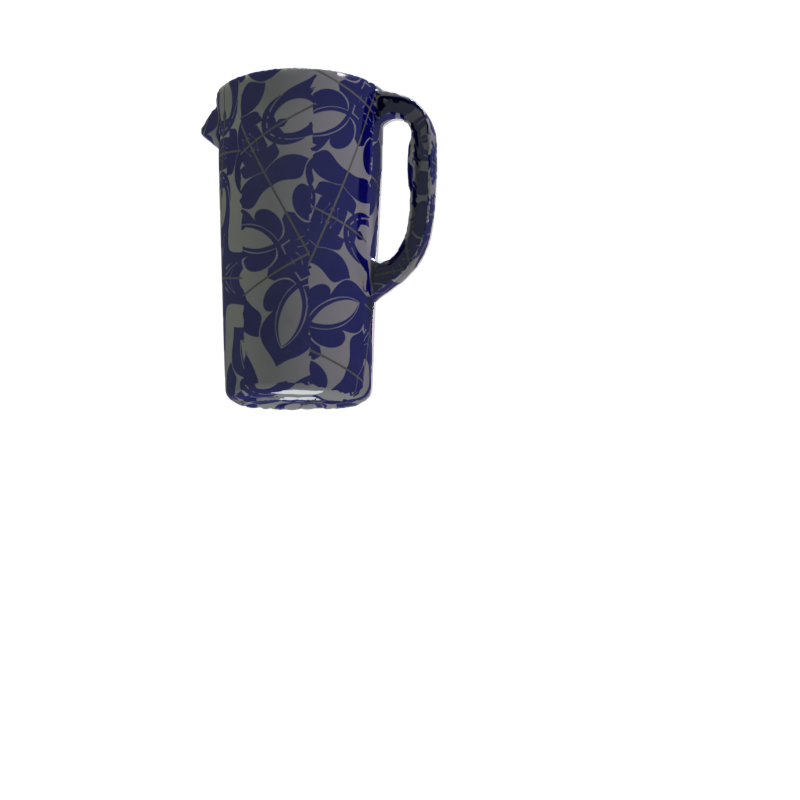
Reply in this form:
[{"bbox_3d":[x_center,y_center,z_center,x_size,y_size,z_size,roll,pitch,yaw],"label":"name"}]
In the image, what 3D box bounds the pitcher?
[{"bbox_3d":[-0.065,-0.119,0.832,0.139,0.250,0.151,5,-12,-28],"label":"pitcher"}]
